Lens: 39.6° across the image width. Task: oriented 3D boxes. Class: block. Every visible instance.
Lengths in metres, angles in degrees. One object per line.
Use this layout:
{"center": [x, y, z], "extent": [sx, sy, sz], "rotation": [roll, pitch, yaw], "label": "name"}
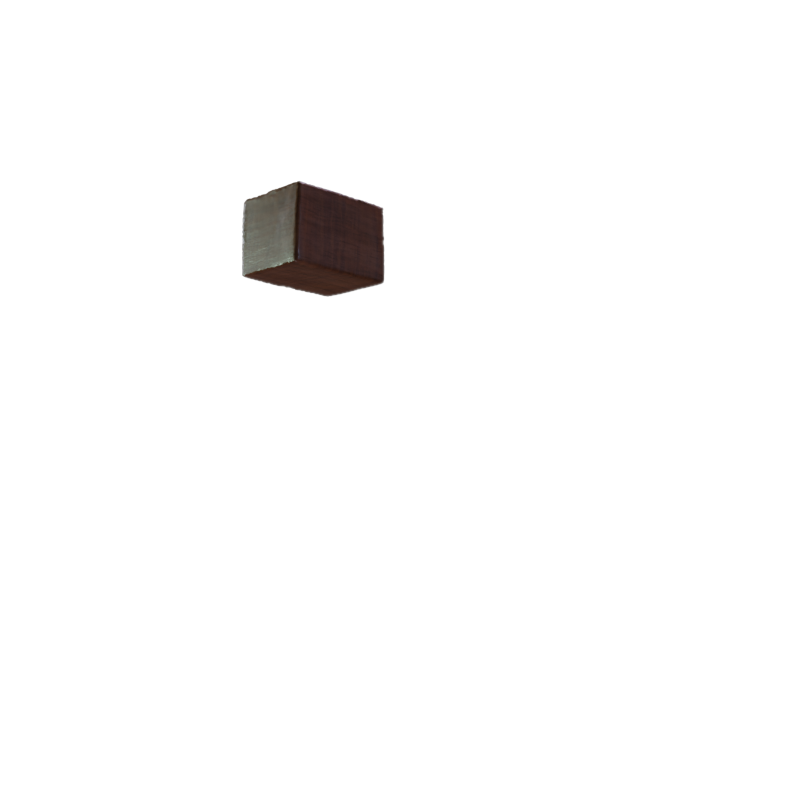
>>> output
{"center": [-0.055, -0.100, 0.698], "extent": [0.054, 0.053, 0.074], "rotation": [-12, -16, 43], "label": "block"}
